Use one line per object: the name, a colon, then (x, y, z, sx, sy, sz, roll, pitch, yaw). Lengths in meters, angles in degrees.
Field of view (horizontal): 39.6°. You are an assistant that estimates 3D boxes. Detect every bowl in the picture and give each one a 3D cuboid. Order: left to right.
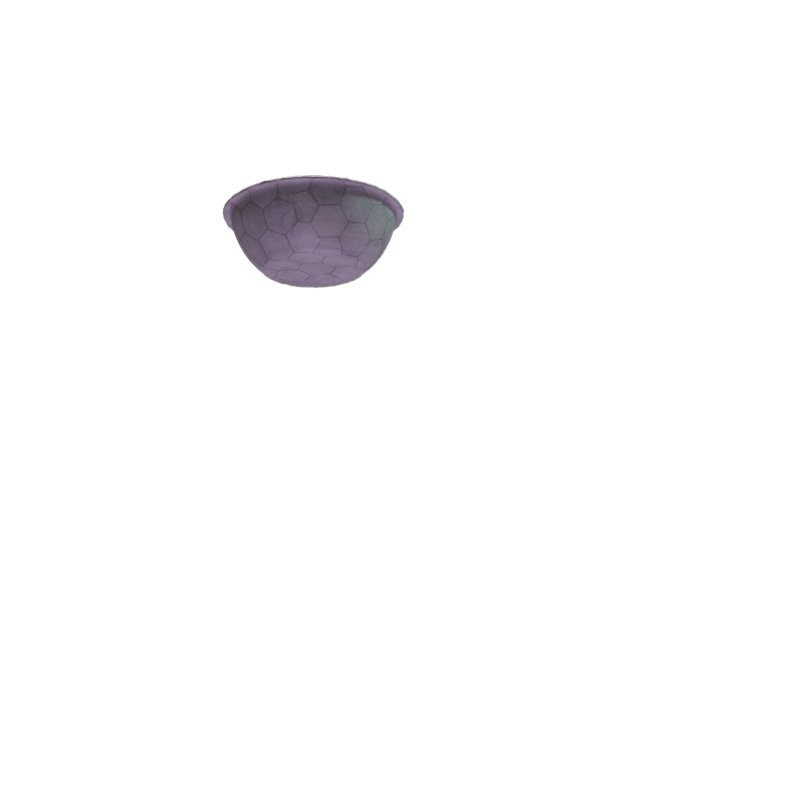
bowl: (-0.077, -0.140, 0.980, 0.162, 0.058, 0.155, 0, -16, -2)
